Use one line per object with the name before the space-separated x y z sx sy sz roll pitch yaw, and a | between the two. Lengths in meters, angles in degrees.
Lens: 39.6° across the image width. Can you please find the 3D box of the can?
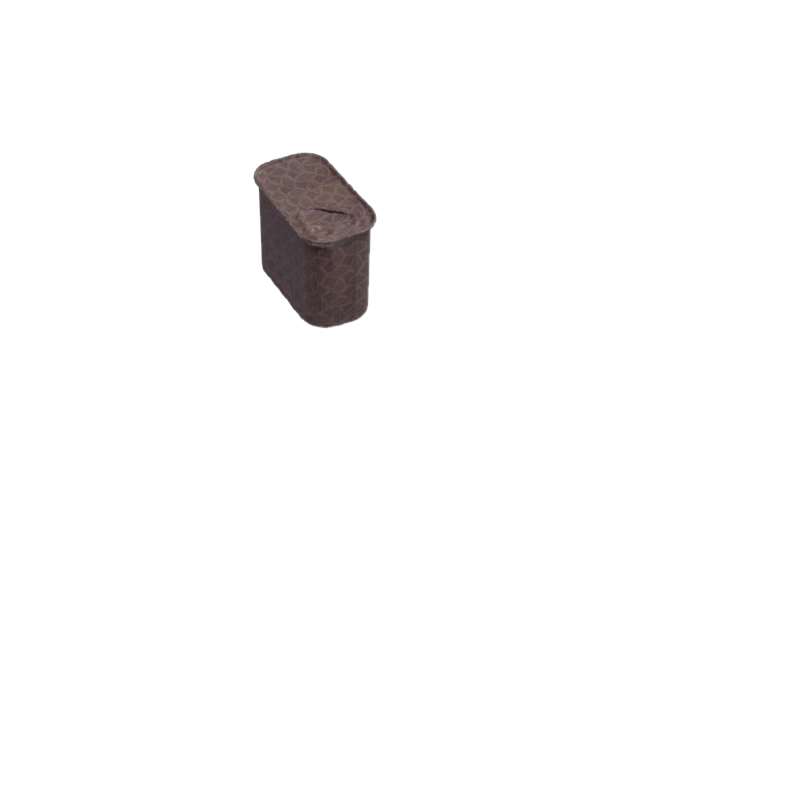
can | -0.061 -0.112 0.787 0.057 0.078 0.110 -19 47 -22
